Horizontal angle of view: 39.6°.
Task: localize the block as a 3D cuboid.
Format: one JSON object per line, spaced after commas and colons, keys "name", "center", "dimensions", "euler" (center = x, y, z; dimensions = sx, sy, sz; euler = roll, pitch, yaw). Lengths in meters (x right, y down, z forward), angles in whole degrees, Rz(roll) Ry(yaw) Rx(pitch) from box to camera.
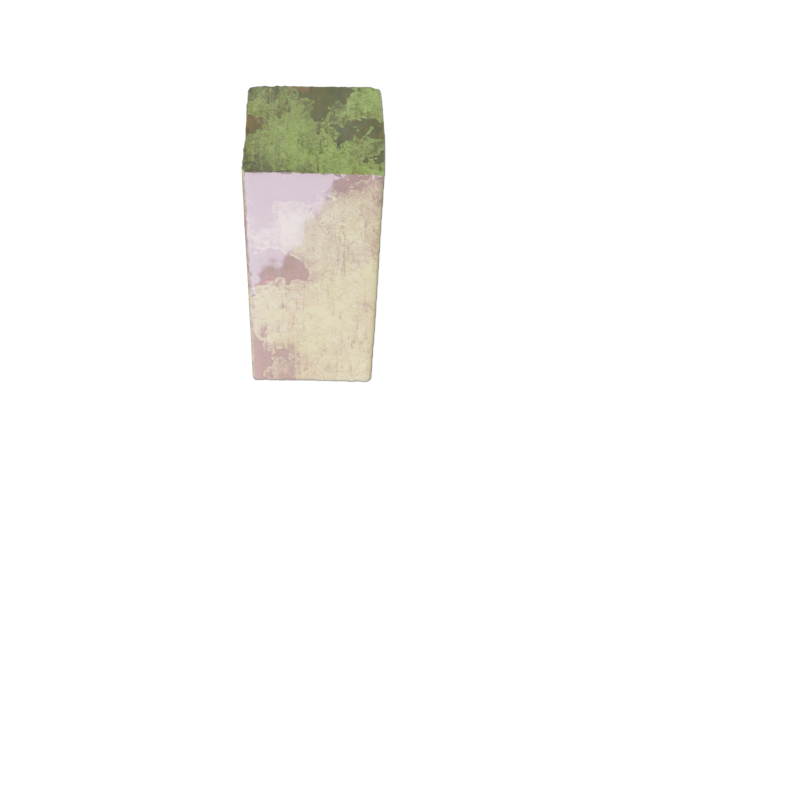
{"name": "block", "center": [-0.061, -0.112, 0.780], "dimensions": [0.090, 0.097, 0.192], "euler": [1, -40, -3]}
